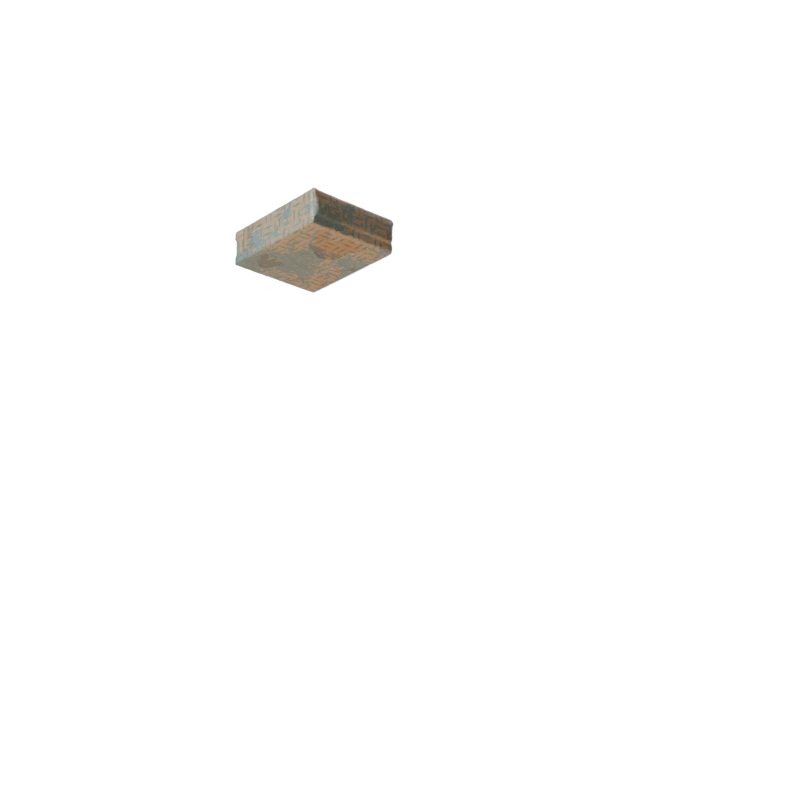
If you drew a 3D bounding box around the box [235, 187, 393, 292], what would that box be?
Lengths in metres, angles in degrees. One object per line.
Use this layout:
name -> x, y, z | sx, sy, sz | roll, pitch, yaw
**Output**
box -> -0.061, -0.111, 0.775 | 0.069, 0.032, 0.090 | 18, -27, -39
